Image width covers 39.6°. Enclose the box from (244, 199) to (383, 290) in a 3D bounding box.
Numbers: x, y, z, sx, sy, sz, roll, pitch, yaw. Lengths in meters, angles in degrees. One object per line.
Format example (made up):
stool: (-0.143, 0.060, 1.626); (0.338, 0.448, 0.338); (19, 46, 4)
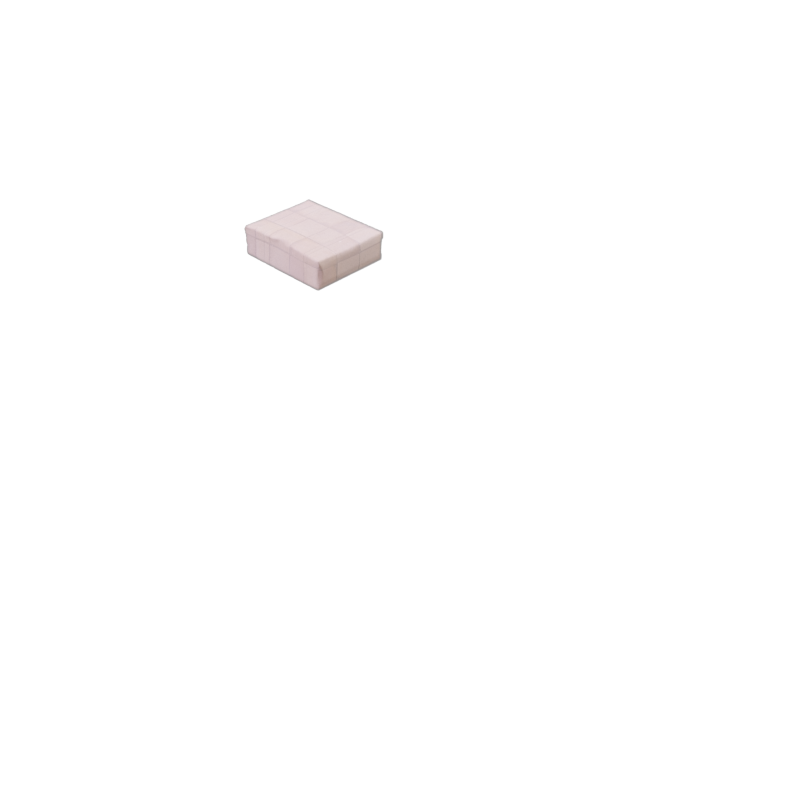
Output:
box: (-0.071, -0.129, 0.901); (0.073, 0.028, 0.095); (-28, 43, -36)
